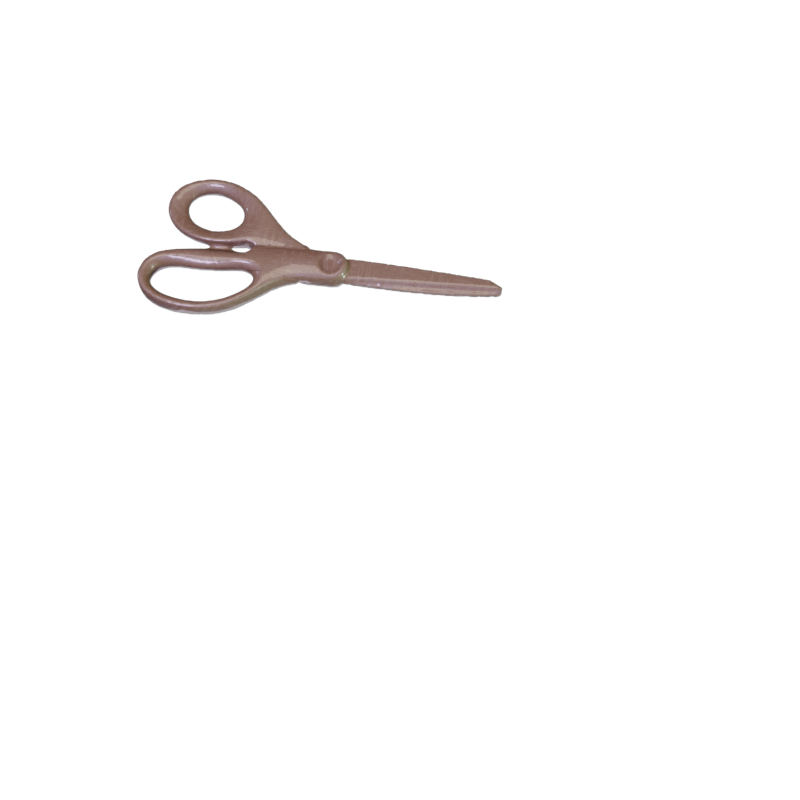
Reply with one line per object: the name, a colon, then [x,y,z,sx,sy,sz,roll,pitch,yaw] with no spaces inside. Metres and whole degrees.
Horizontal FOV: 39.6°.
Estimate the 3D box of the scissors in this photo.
scissors: [-0.050,-0.091,0.638,0.201,0.103,0.015,-7,-30,-4]
